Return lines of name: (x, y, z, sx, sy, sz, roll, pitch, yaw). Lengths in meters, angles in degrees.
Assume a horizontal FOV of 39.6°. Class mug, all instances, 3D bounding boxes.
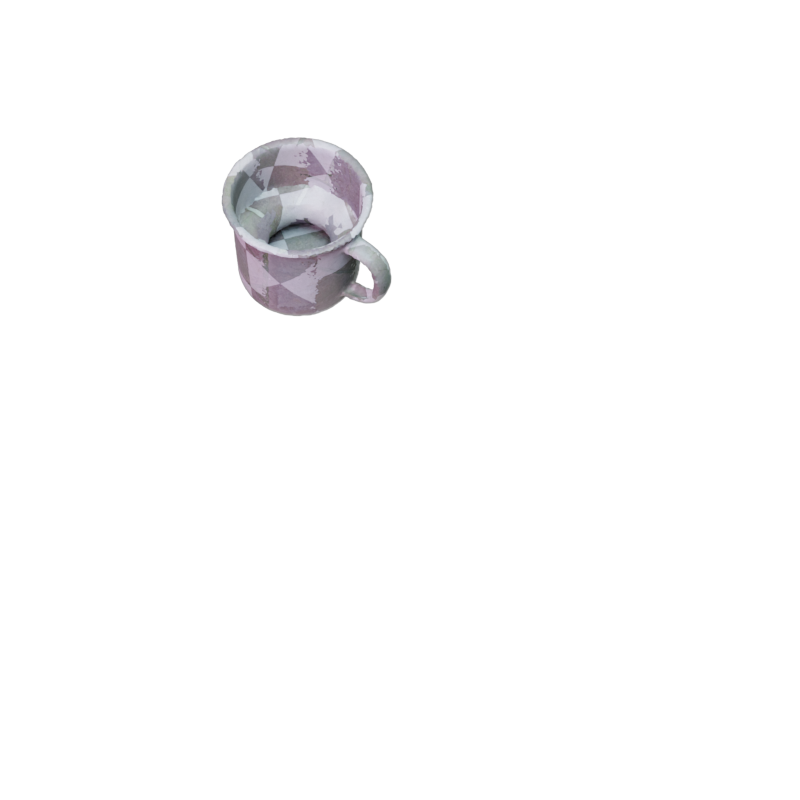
mug: (-0.055, -0.101, 0.707, 0.122, 0.095, 0.076, 31, -28, 17)
